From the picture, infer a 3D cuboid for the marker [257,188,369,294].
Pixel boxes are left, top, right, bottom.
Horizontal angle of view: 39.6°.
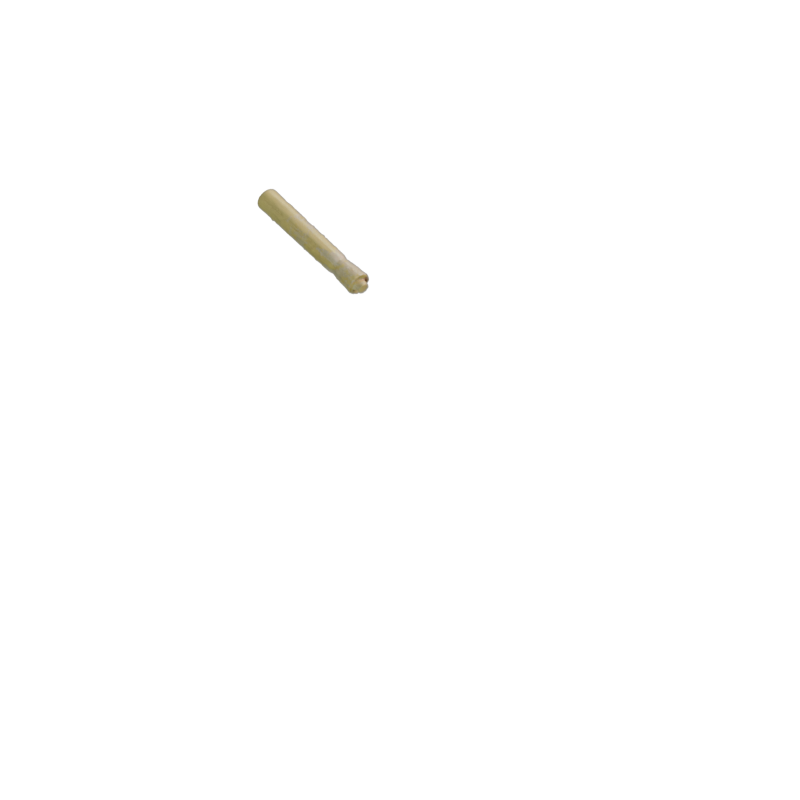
[{"bbox_3d":[-0.066,-0.120,0.840,0.019,0.019,0.130,-3,39,-48],"label":"marker"}]
